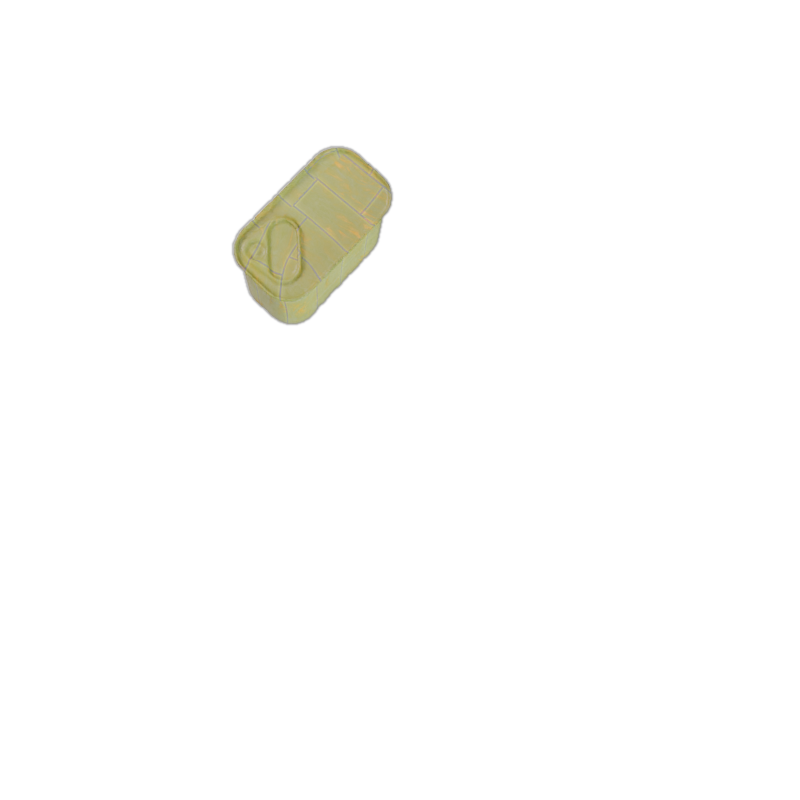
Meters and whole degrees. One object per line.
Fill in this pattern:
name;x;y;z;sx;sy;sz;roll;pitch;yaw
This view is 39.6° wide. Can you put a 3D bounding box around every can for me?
can;-0.055;-0.101;0.708;0.059;0.103;0.081;42;-11;5
